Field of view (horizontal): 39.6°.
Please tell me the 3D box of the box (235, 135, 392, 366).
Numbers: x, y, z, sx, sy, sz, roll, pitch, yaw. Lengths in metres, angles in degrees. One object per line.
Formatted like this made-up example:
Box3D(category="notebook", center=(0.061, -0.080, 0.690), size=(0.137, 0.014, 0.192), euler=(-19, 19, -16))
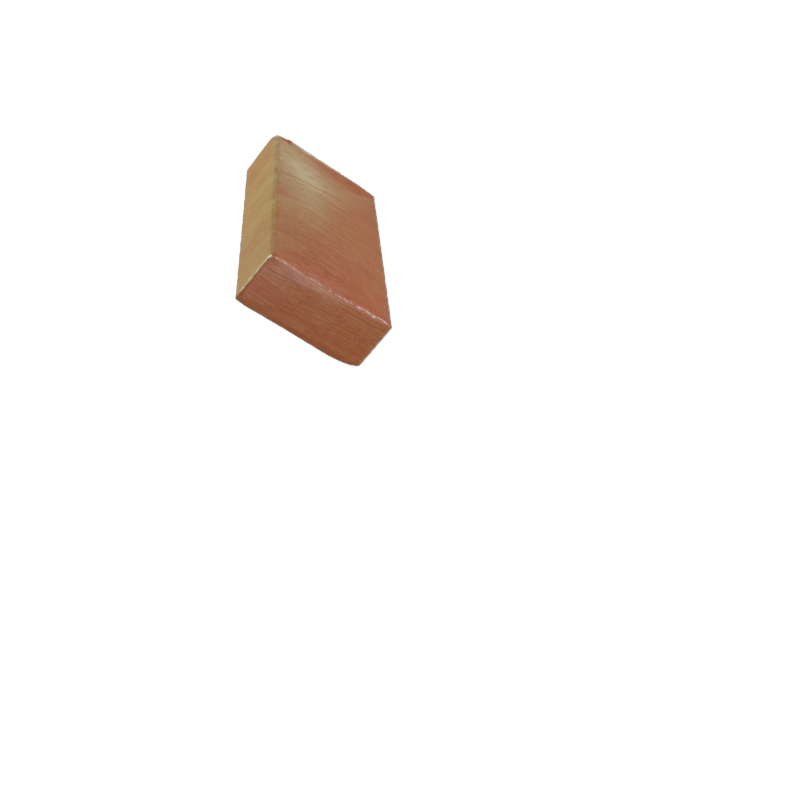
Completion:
Box3D(category="box", center=(-0.058, -0.106, 0.739), size=(0.089, 0.047, 0.189), euler=(29, 30, -23))
